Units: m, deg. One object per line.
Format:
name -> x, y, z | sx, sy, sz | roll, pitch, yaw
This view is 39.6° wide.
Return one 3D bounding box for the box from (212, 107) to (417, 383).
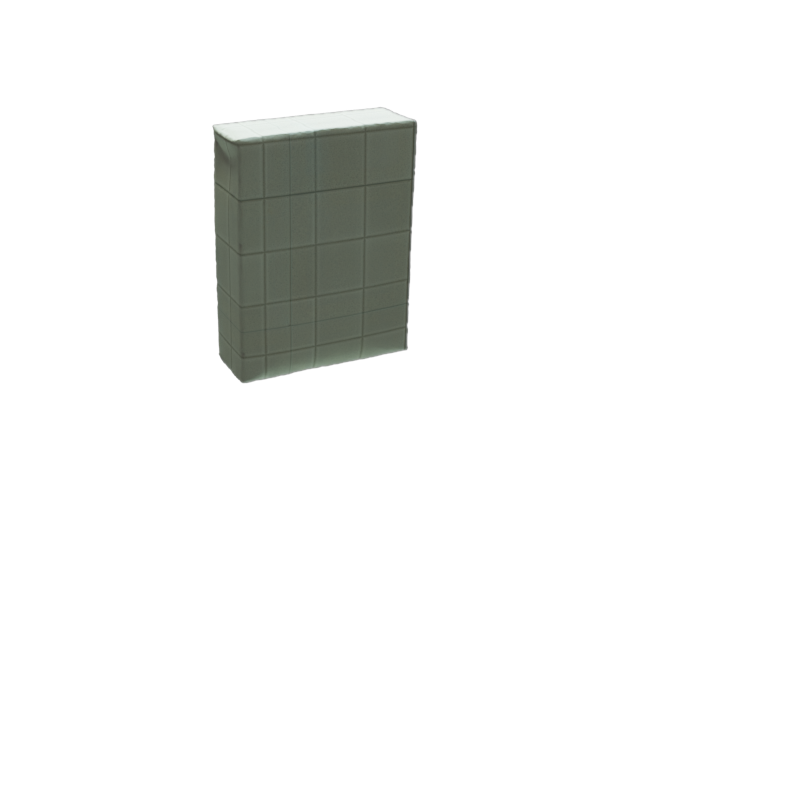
box -> -0.075, -0.136, 0.954 | 0.161, 0.204, 0.077 | -10, 24, -26
